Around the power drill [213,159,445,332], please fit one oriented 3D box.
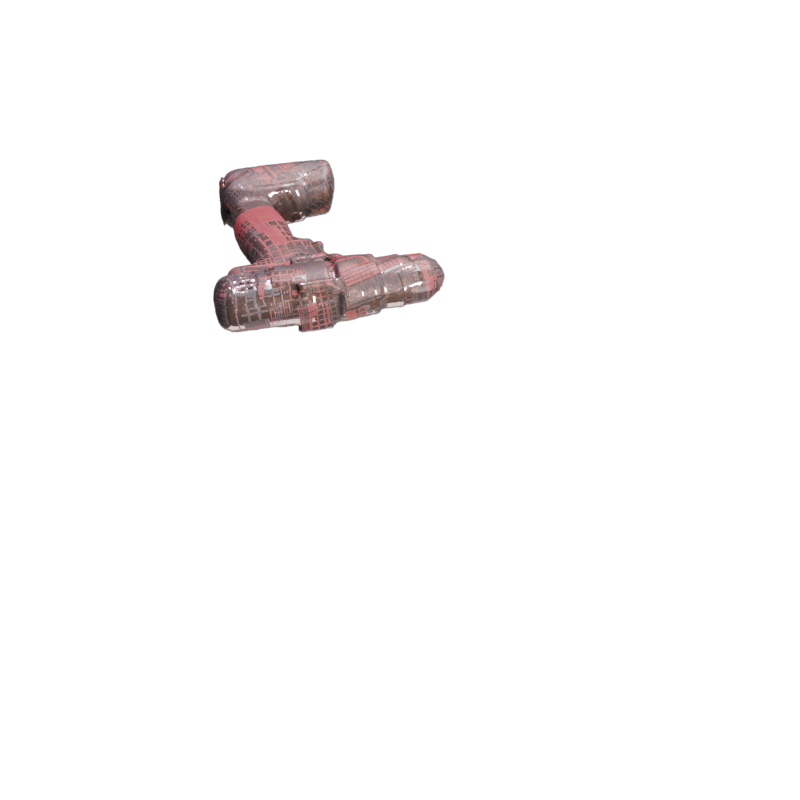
[{"bbox_3d":[-0.073,-0.133,0.931,0.182,0.054,0.203,-8,39,-10],"label":"power drill"}]
